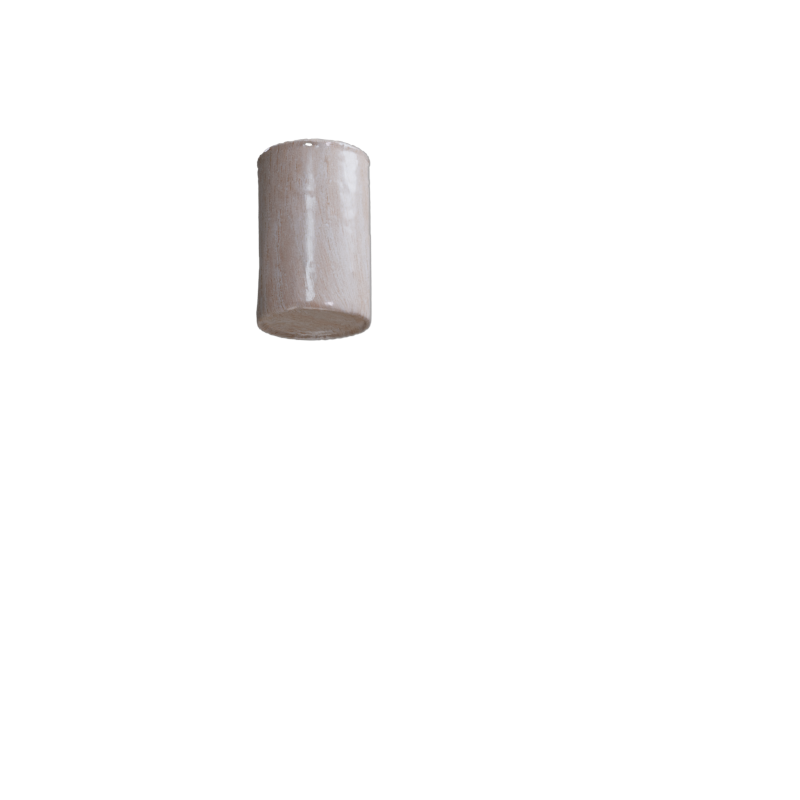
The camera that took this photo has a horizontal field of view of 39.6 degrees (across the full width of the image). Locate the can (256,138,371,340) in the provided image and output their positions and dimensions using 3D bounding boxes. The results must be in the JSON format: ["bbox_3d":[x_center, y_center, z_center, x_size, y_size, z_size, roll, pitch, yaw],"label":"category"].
[{"bbox_3d":[-0.051,-0.092,0.646,0.068,0.107,0.066,0,-18,-2],"label":"can"}]
